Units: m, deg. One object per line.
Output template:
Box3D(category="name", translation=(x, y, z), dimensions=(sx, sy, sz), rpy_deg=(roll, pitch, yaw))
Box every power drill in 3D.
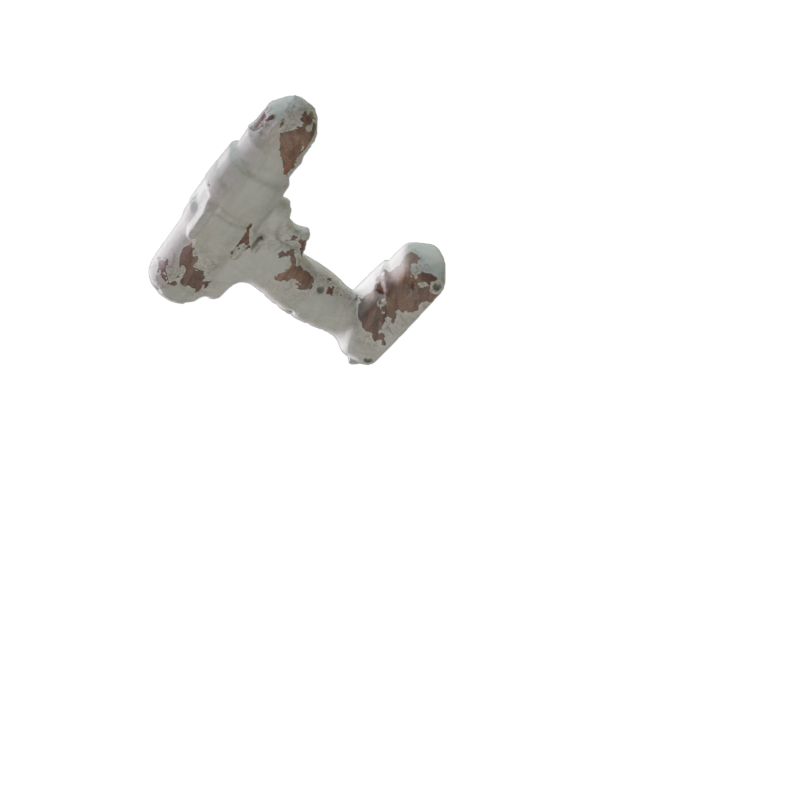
Box3D(category="power drill", translation=(-0.062, -0.114, 0.795), dimensions=(0.179, 0.062, 0.180), rpy_deg=(28, -55, -23))
